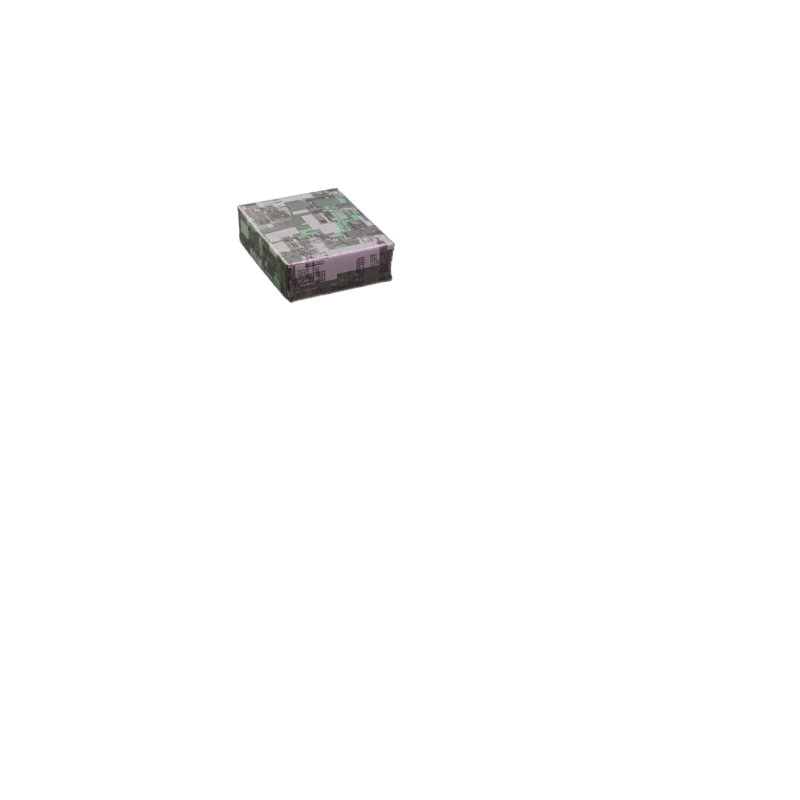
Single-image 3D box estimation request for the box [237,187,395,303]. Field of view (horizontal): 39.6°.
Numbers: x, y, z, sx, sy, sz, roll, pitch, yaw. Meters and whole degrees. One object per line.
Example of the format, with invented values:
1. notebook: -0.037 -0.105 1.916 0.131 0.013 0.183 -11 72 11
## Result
1. box: -0.069 -0.125 0.876 0.088 0.036 0.123 -15 38 -20
